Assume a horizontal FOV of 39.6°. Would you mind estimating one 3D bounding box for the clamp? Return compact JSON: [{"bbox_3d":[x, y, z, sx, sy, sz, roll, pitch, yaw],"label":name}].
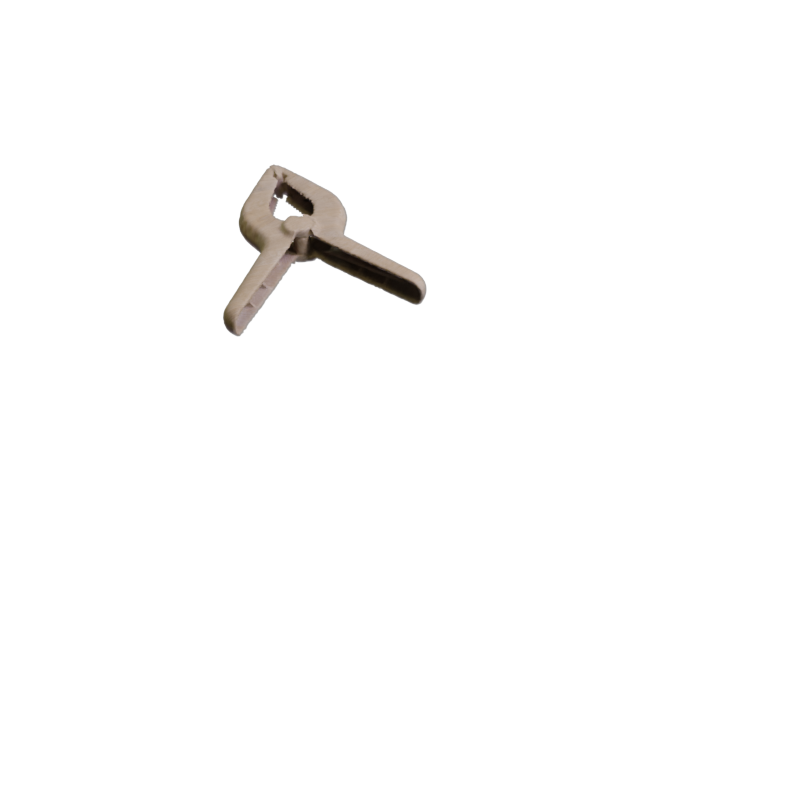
[{"bbox_3d":[-0.074,-0.135,0.948,0.163,0.034,0.227,-6,42,-7],"label":"clamp"}]
